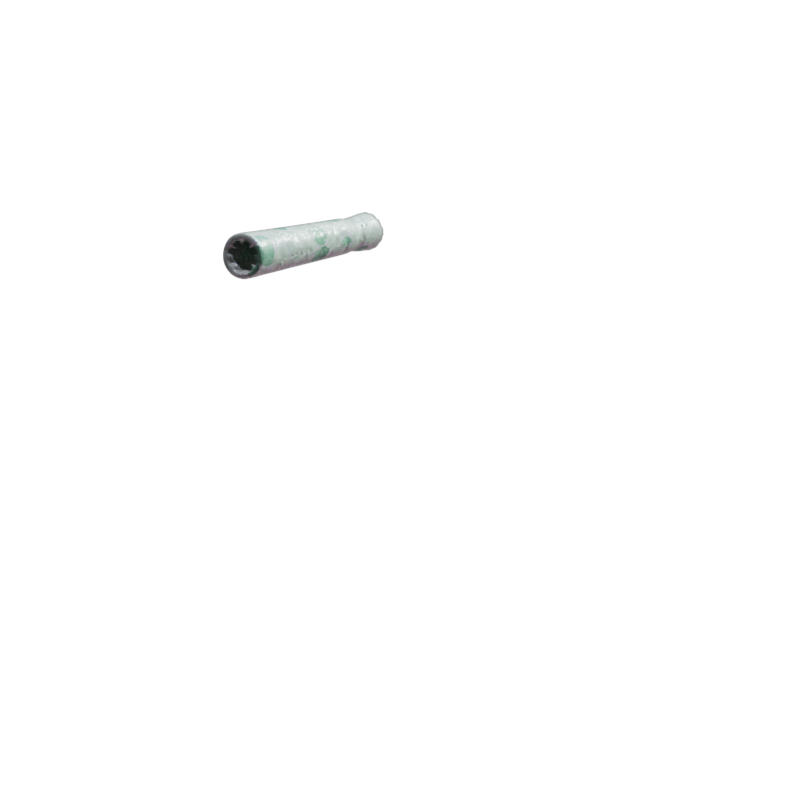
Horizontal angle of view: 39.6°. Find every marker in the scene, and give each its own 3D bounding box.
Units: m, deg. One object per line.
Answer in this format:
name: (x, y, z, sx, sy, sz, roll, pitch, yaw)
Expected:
marker: (-0.039, -0.071, 0.494, 0.020, 0.019, 0.120, 2, 13, 25)
